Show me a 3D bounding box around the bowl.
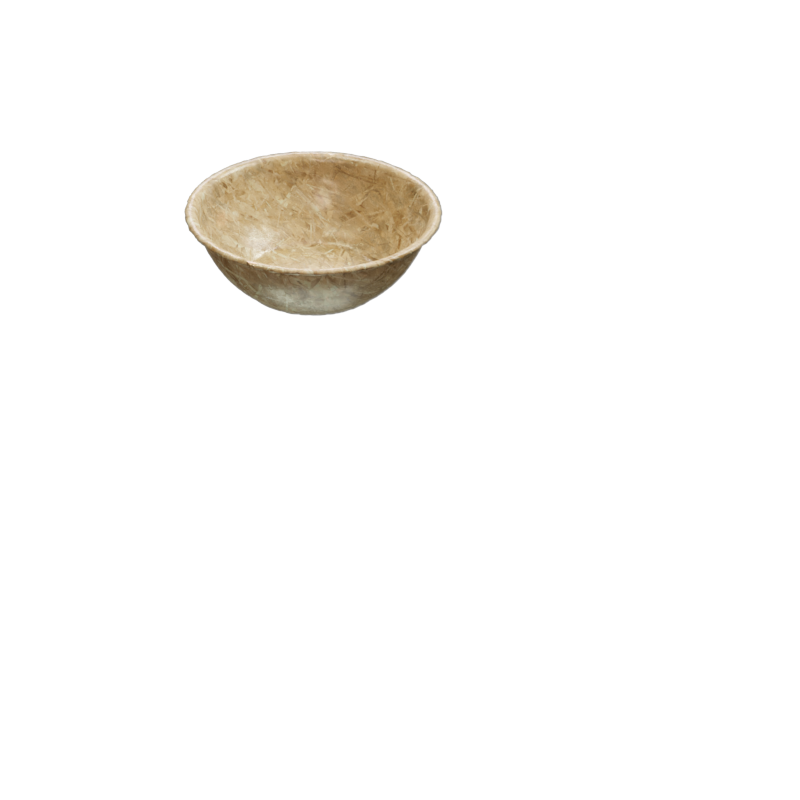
[{"bbox_3d":[-0.056,-0.101,0.709,0.162,0.052,0.173,-1,35,-2],"label":"bowl"}]
